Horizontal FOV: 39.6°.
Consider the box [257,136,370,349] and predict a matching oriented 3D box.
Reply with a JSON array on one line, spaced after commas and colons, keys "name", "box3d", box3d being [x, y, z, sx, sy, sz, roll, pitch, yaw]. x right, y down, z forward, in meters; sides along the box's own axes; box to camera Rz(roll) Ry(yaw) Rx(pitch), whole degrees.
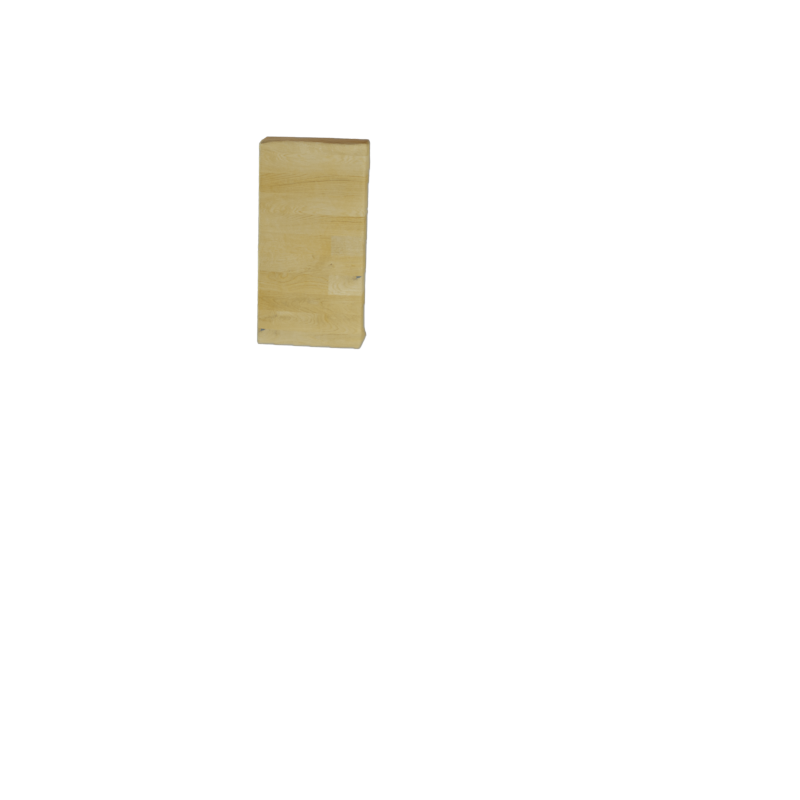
[{"name": "box", "box3d": [-0.074, -0.135, 0.947, 0.094, 0.171, 0.049, 2, 13, 6]}]
